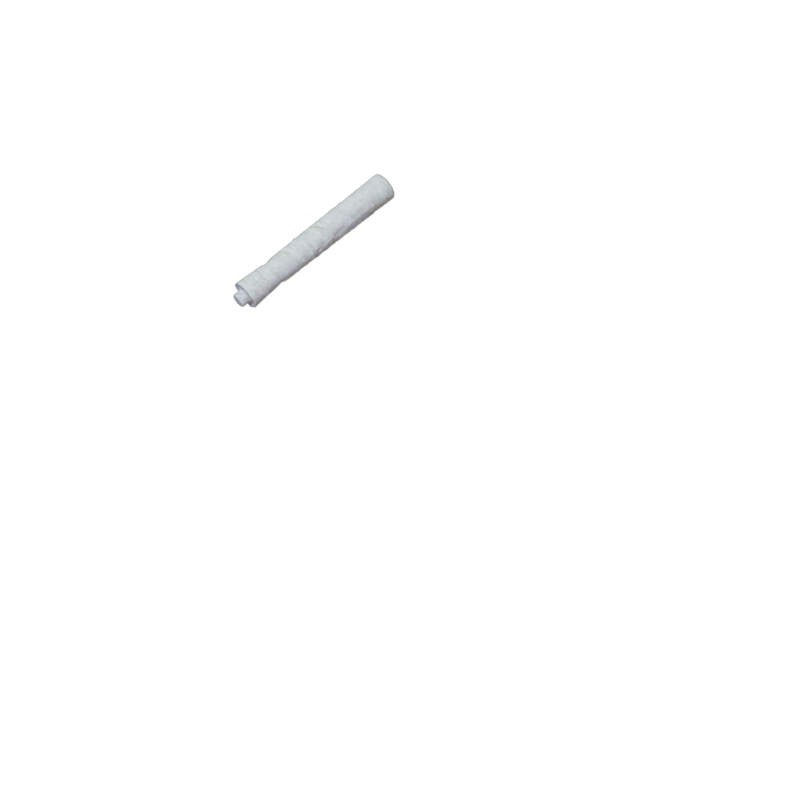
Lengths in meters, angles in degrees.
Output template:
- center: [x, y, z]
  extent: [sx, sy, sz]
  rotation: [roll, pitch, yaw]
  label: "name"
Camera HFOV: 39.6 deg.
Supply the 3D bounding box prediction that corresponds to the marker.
- center: [-0.053, -0.097, 0.678]
  extent: [0.122, 0.019, 0.020]
  rotation: [-41, 19, -18]
  label: "marker"
